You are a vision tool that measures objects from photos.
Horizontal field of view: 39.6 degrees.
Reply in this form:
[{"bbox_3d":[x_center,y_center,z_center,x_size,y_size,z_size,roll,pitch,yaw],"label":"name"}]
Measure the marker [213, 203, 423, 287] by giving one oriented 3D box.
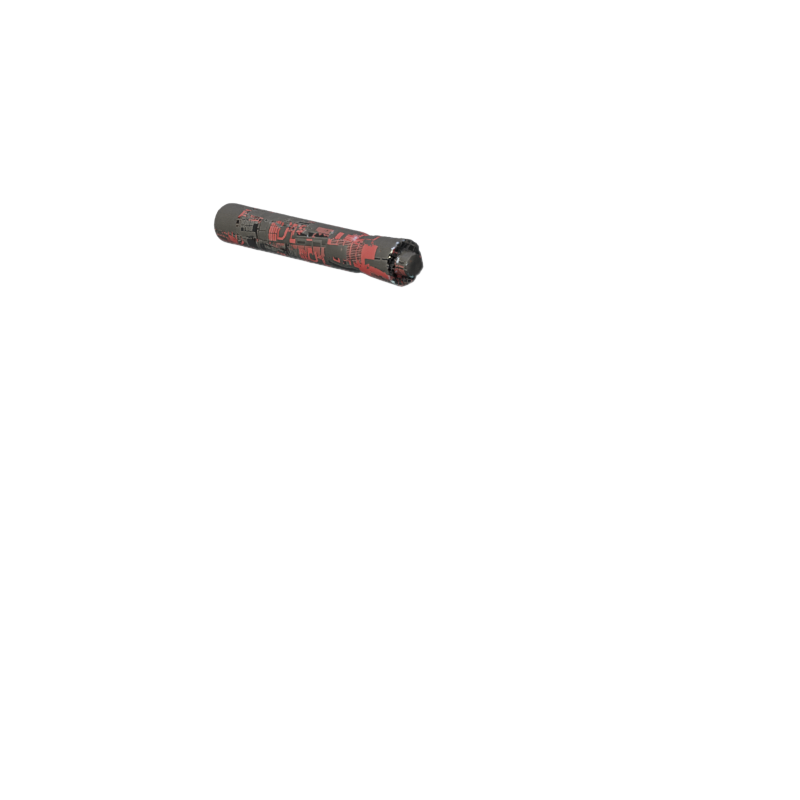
[{"bbox_3d":[-0.036,-0.067,0.466,0.019,0.019,0.128,-4,16,-42],"label":"marker"}]
